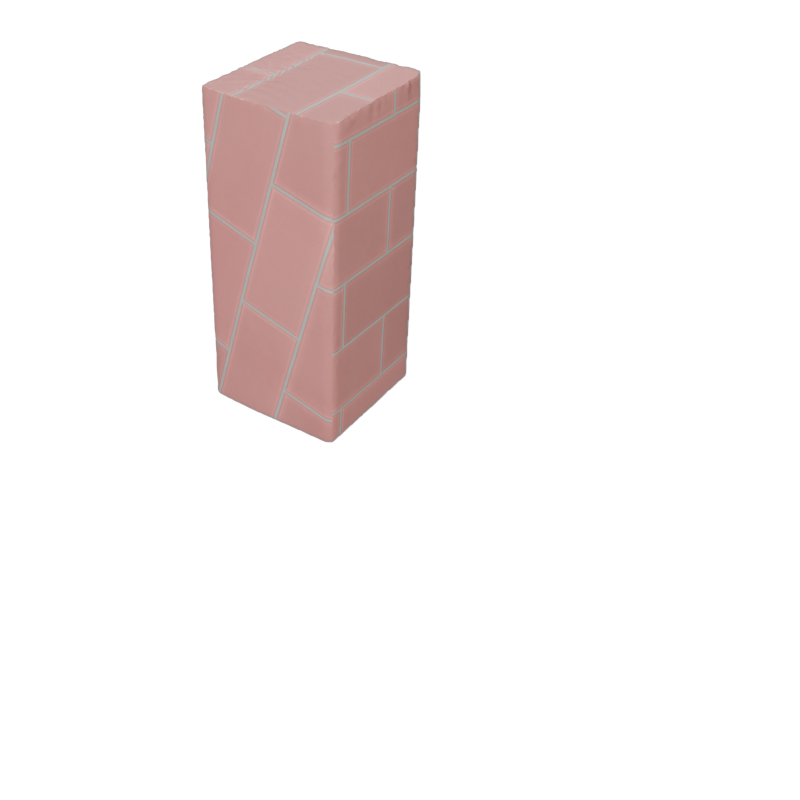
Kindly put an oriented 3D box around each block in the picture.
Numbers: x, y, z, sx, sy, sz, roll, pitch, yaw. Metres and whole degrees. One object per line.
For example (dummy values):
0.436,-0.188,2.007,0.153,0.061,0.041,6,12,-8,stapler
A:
-0.051,-0.093,0.653,0.095,0.194,0.092,21,37,27,block
